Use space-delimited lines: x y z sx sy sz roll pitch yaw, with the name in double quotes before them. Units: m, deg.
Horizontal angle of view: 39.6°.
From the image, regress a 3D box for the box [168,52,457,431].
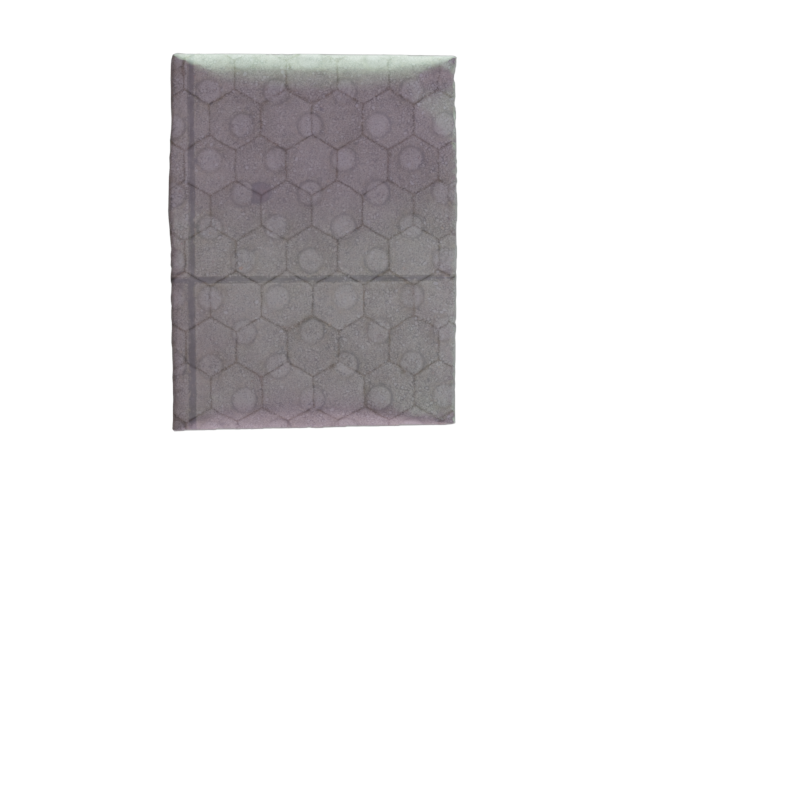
"box" -0.051 -0.092 0.647 0.163 0.212 0.073 0 3 -3
